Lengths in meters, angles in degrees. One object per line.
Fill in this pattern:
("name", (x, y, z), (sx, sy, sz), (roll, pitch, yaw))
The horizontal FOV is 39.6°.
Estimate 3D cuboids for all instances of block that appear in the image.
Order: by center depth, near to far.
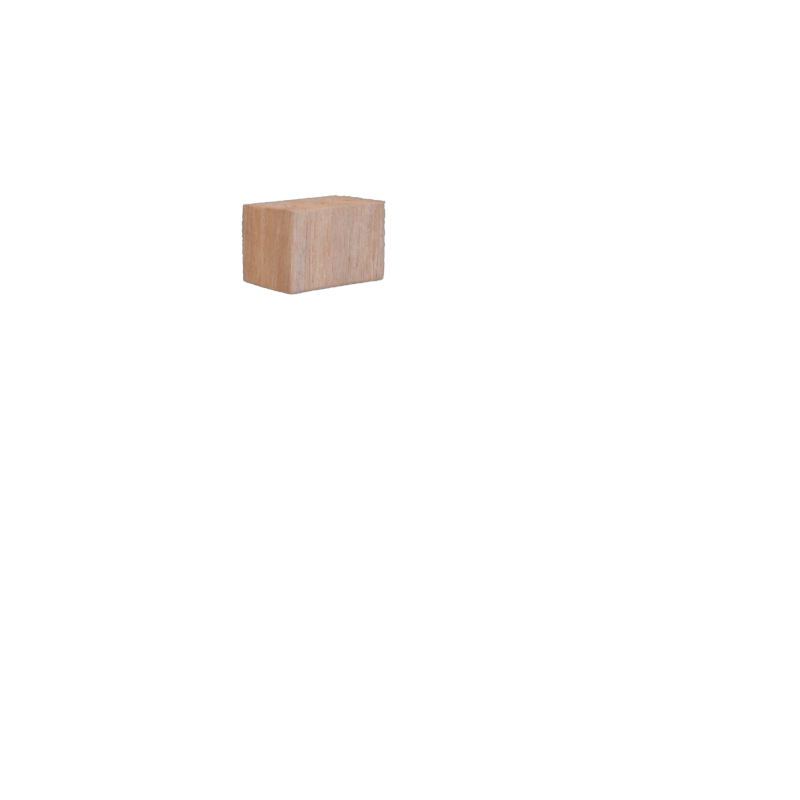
("block", (-0.055, -0.100, 0.699), (0.076, 0.050, 0.056), (-13, 19, -41))
